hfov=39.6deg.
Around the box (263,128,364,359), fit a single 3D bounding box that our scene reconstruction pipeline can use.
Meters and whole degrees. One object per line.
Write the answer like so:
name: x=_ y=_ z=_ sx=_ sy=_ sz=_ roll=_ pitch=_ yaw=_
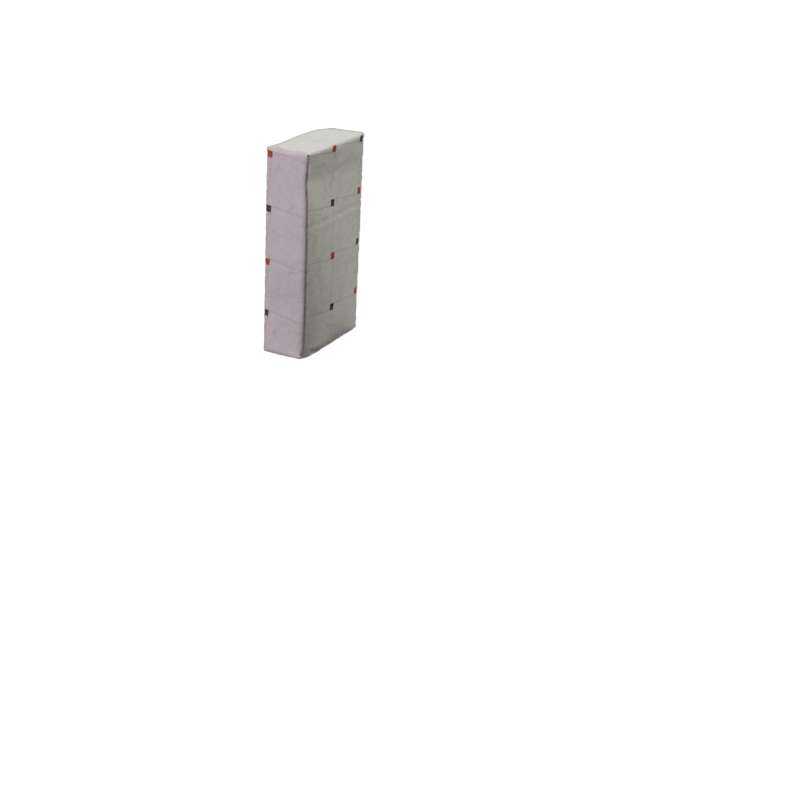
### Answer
box: x=-0.072 y=-0.131 z=0.918 sx=0.050 sy=0.169 sz=0.093 roll=11 pitch=21 yaw=26
